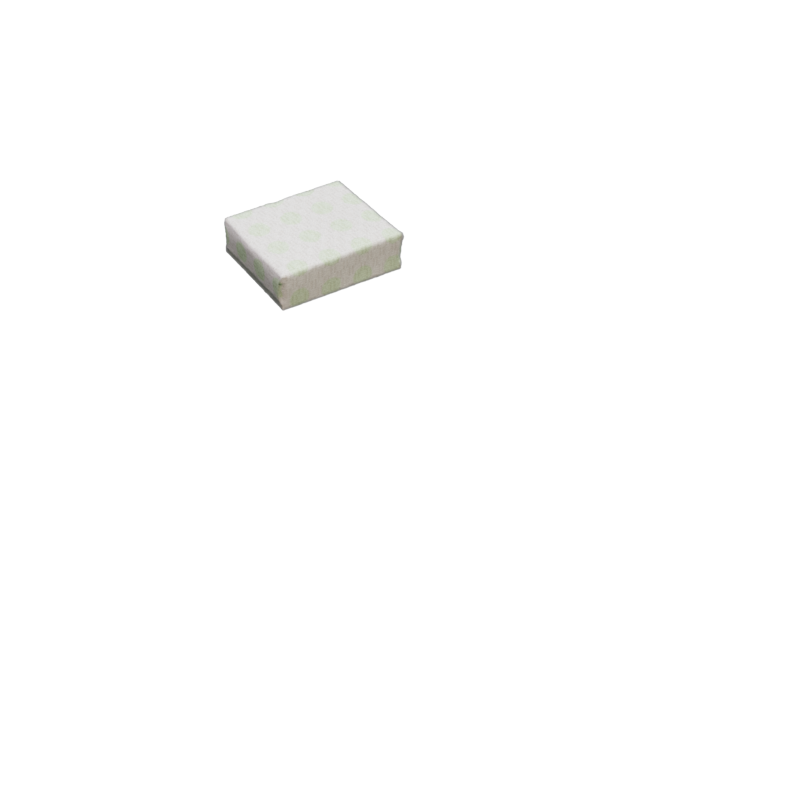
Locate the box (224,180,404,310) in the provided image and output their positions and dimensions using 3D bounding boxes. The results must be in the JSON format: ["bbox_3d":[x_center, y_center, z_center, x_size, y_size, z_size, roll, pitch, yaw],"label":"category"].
[{"bbox_3d":[-0.054,-0.099,0.691,0.088,0.028,0.079,-23,45,-25],"label":"box"}]
